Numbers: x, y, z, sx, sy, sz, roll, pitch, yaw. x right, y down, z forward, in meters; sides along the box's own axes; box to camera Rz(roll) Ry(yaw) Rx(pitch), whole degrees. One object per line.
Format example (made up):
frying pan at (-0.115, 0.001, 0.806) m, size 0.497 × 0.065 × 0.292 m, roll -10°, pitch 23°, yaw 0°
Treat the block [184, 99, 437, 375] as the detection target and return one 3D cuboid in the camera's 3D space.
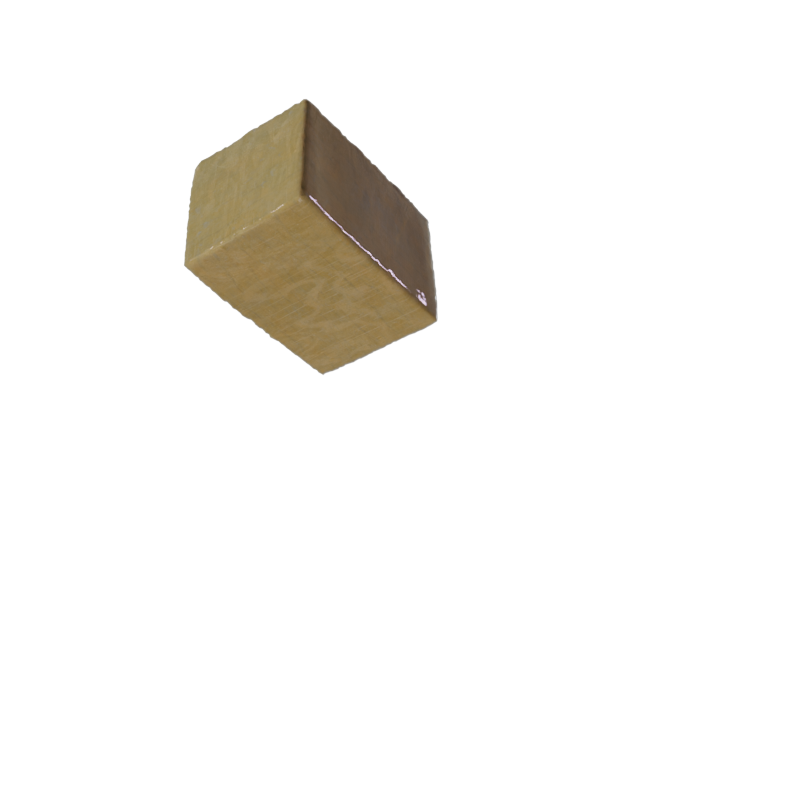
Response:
block at (-0.030, -0.056, 0.389) m, size 0.053 × 0.055 × 0.072 m, roll -26°, pitch -46°, yaw 26°
